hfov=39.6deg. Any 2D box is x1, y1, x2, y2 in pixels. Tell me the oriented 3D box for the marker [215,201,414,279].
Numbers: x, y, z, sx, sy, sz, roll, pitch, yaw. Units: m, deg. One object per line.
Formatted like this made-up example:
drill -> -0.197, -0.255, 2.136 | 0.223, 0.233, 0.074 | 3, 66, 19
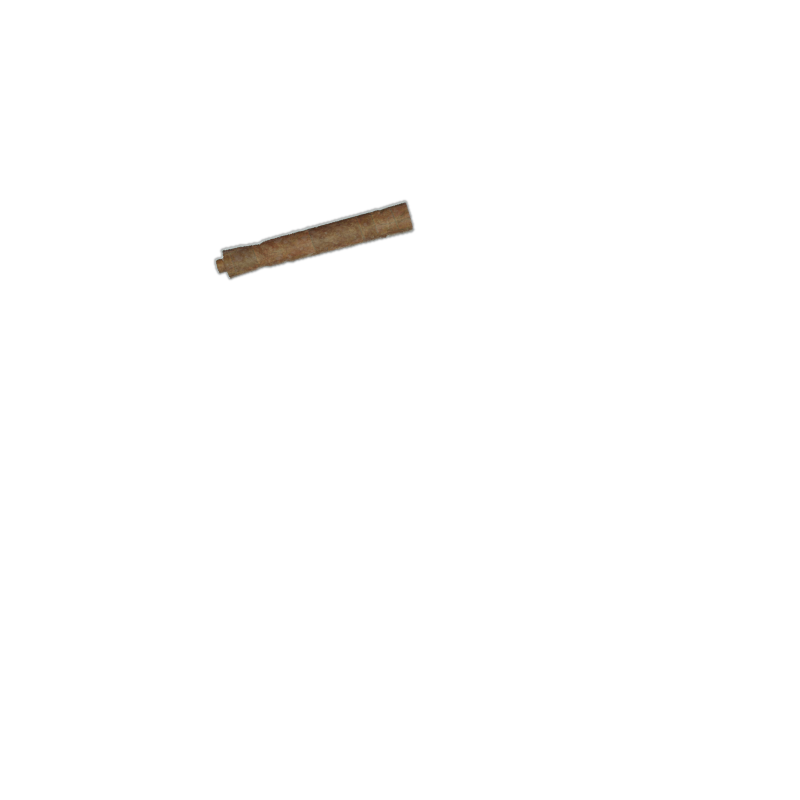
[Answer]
marker -> -0.052, -0.096, 0.669 | 0.121, 0.020, 0.020 | -14, 4, 3
